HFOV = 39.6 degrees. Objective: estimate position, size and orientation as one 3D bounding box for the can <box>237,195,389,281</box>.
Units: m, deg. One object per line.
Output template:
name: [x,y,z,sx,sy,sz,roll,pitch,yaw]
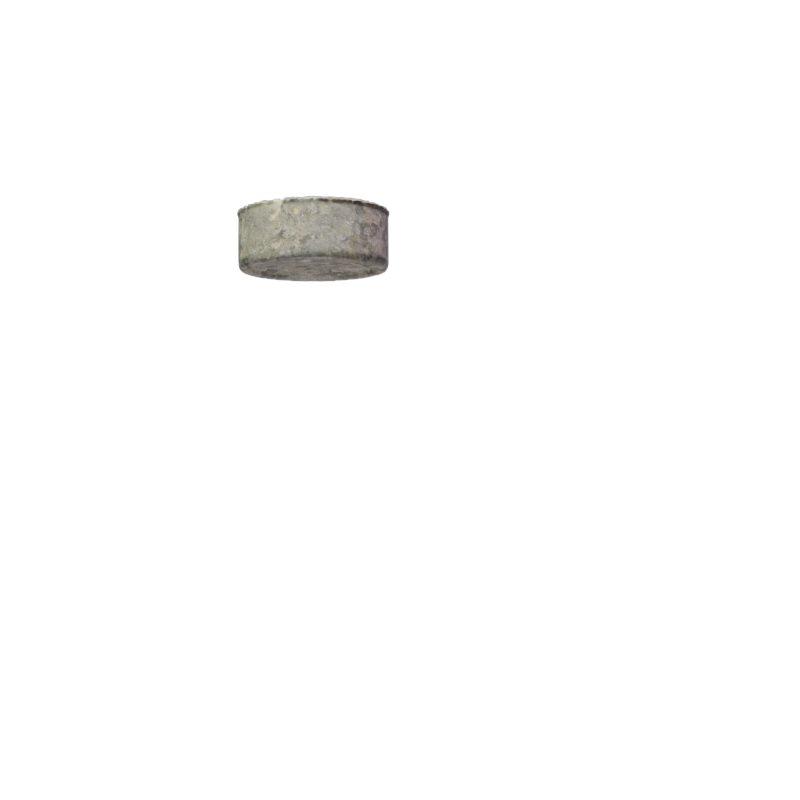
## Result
can: [-0.049,-0.089,0.622,0.086,0.034,0.085,0,-4,-2]
